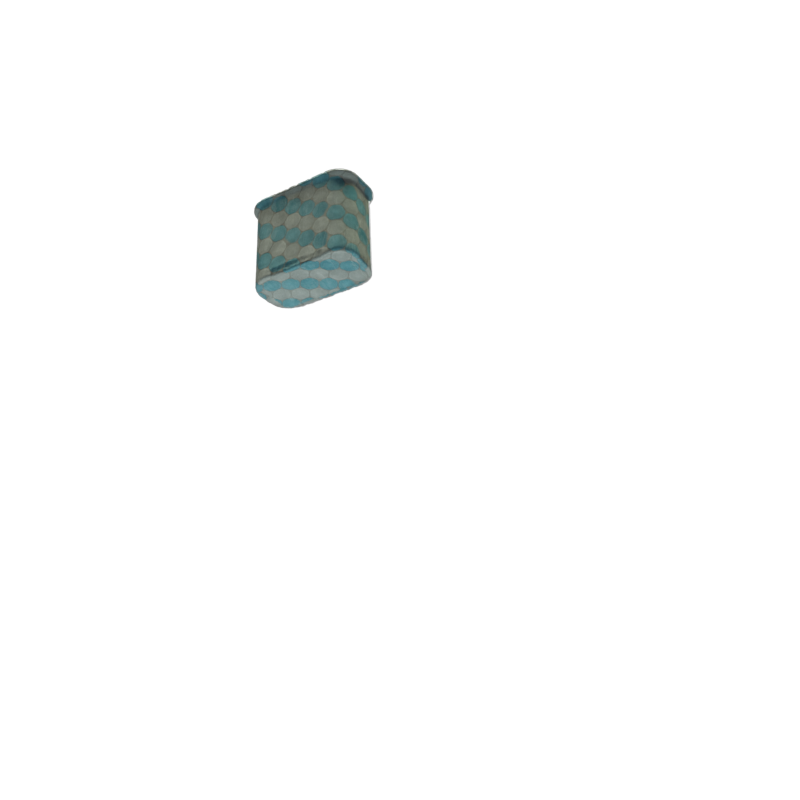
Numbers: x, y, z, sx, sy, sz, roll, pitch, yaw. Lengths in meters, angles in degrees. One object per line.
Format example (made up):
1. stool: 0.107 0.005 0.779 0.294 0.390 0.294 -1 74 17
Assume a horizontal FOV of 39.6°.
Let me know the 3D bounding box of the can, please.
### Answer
1. can: -0.072 -0.131 0.917 0.103 0.090 0.053 -19 -37 26
